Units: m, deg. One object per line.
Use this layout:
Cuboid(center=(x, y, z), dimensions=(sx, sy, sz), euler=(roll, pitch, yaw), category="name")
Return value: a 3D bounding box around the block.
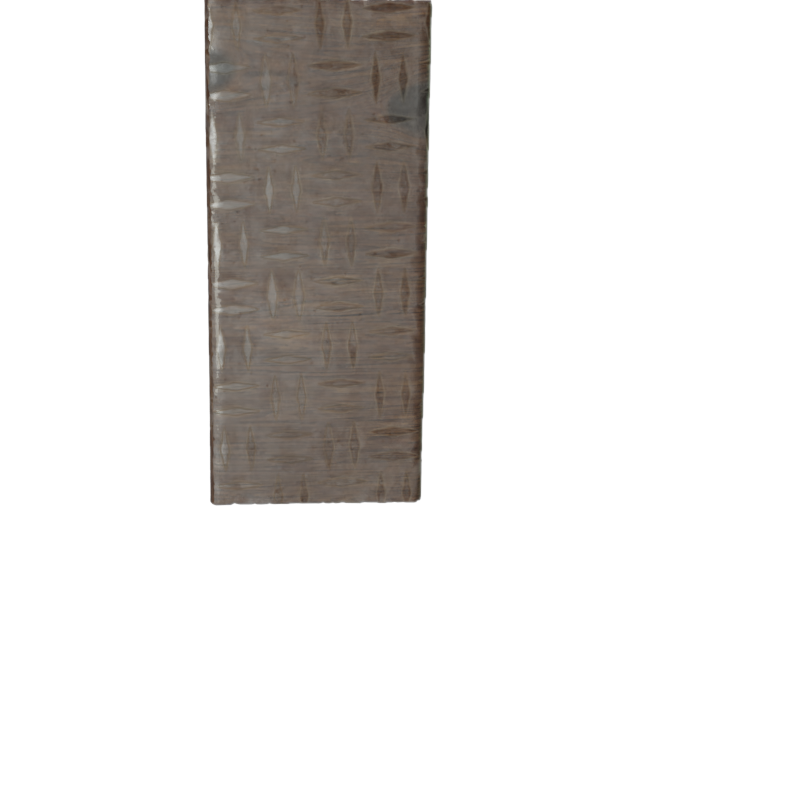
Cuboid(center=(-0.038, -0.070, 0.486), dimensions=(0.090, 0.201, 0.093), euler=(0, 12, -5), category="block")
